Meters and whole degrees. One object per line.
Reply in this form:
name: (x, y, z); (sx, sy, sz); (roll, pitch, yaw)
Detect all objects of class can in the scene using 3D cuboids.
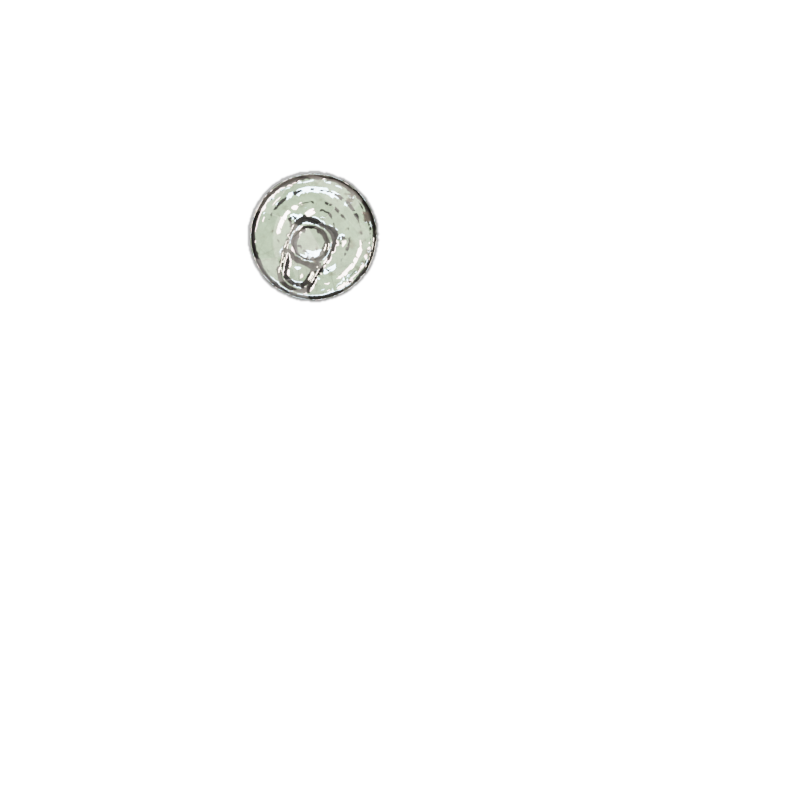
can: (-0.049, -0.090, 0.632); (0.068, 0.069, 0.102); (0, 2, -3)
